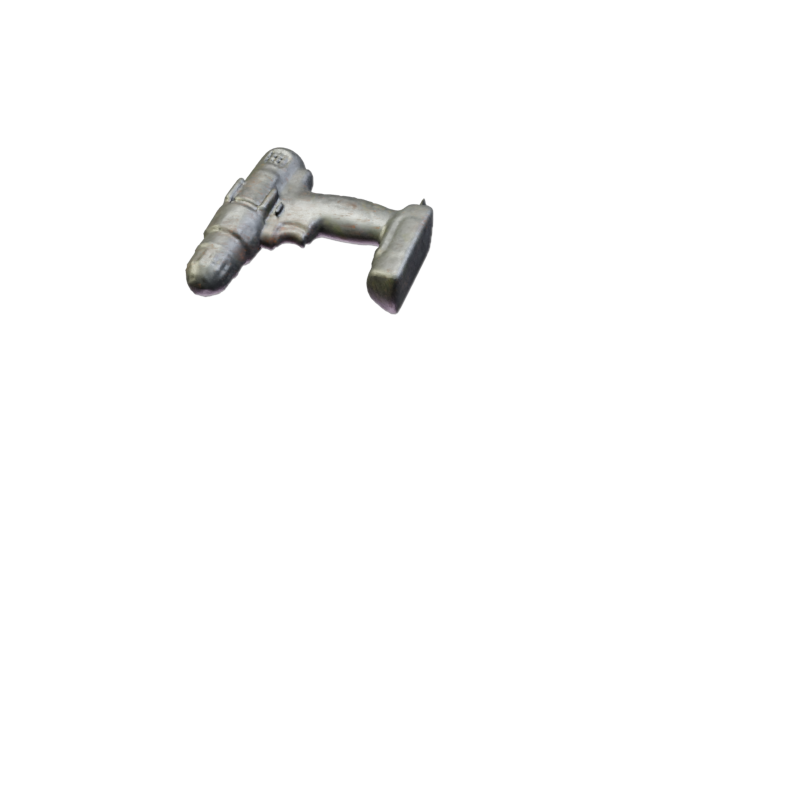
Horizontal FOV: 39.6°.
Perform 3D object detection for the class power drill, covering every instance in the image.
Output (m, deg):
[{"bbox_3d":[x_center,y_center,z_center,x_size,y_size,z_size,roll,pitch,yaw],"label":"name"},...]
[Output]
[{"bbox_3d":[-0.077,-0.141,0.984,0.193,0.192,0.053,18,-37,14],"label":"power drill"}]
